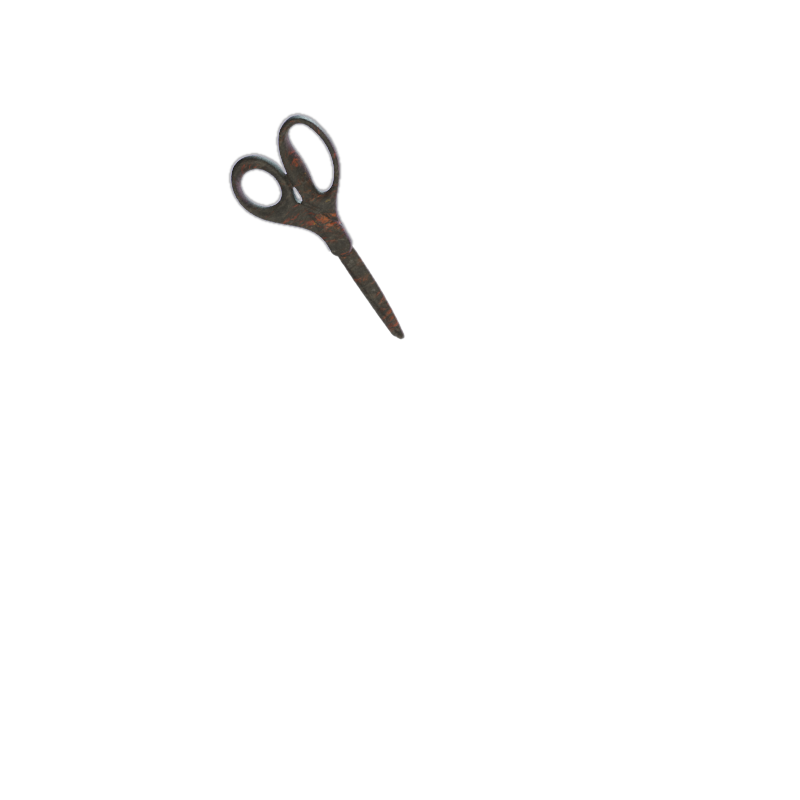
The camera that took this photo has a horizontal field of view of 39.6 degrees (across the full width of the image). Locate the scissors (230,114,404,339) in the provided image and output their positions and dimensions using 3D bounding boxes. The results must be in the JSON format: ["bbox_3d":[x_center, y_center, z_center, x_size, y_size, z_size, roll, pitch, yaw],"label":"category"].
[{"bbox_3d":[-0.069,-0.126,0.883,0.096,0.193,0.016,-16,17,5],"label":"scissors"}]
